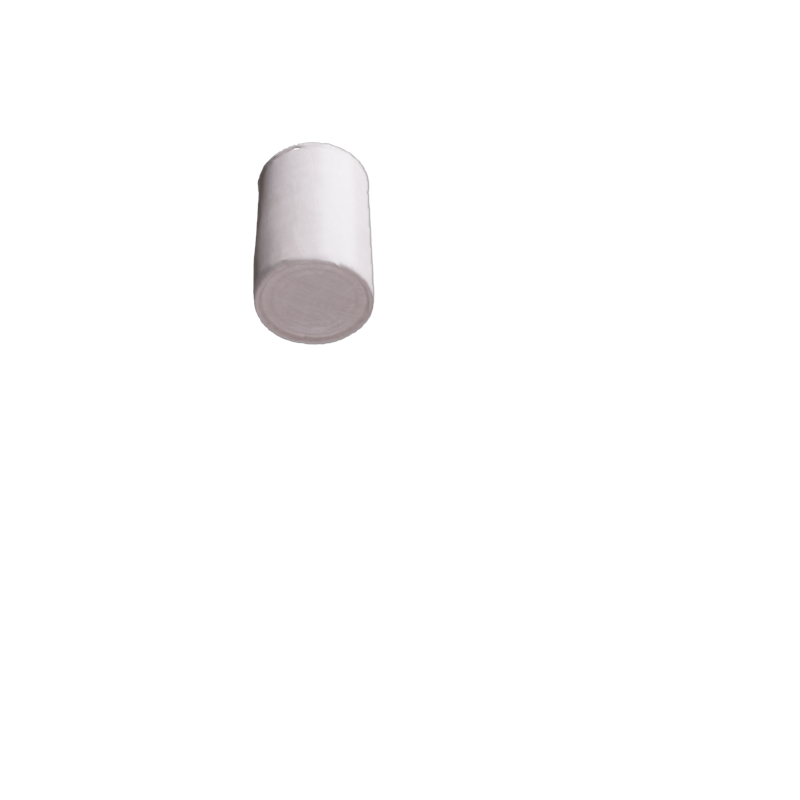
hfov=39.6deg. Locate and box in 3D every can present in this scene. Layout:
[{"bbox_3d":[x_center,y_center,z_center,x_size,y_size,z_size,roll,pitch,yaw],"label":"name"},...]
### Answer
[{"bbox_3d":[-0.050,-0.091,0.638,0.068,0.110,0.064,-1,-44,-3],"label":"can"}]
